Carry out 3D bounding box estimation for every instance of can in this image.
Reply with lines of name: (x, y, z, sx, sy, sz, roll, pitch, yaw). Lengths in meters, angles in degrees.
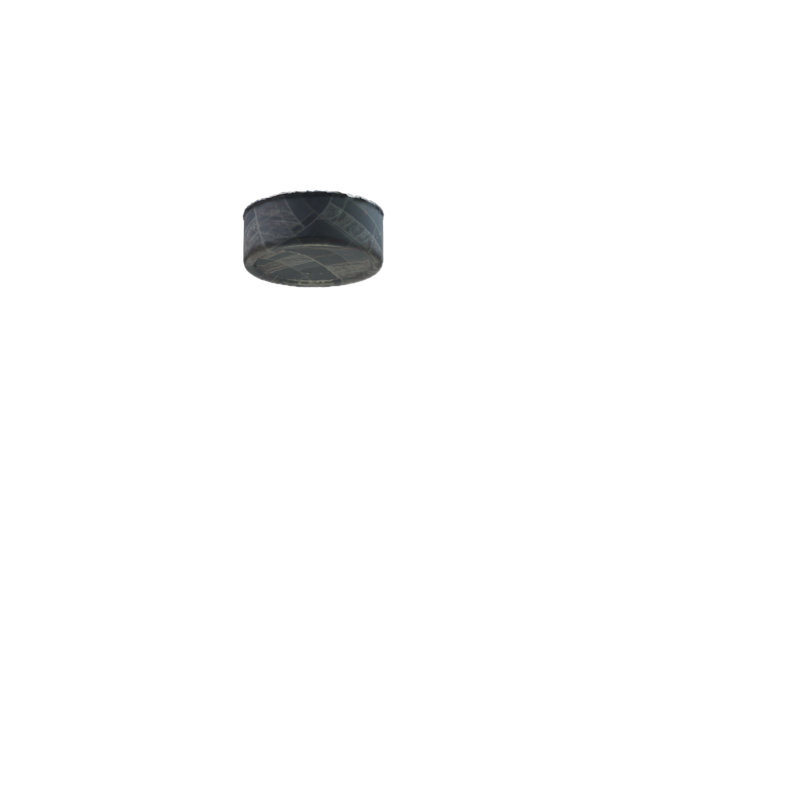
can: (-0.052, -0.095, 0.669, 0.086, 0.035, 0.083, 0, -13, -2)
